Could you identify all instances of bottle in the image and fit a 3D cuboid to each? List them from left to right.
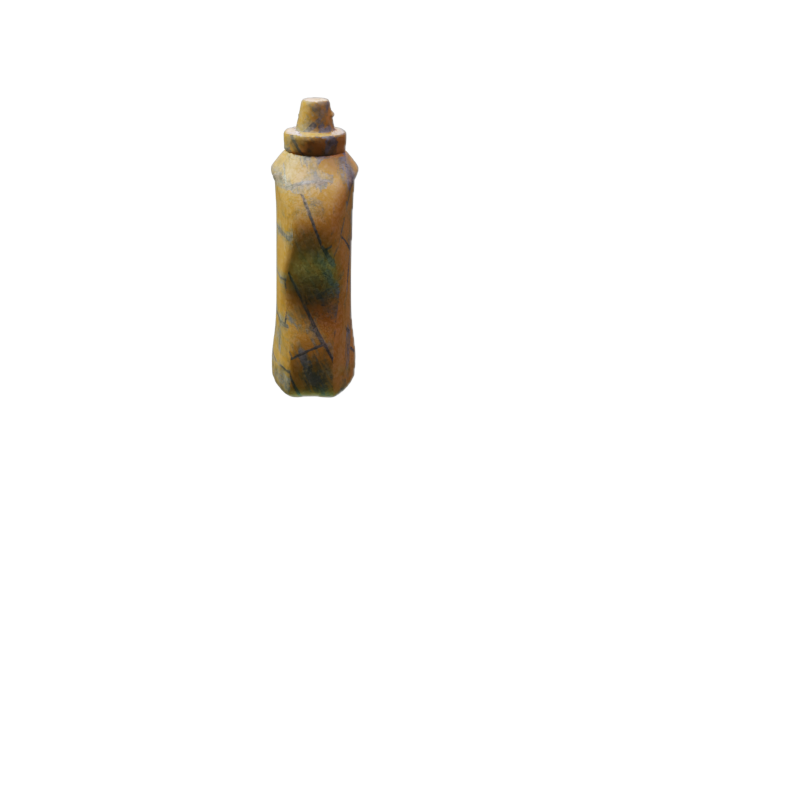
[{"bbox_3d":[-0.058,-0.106,0.742,0.058,0.184,0.100,1,18,0],"label":"bottle"}]
